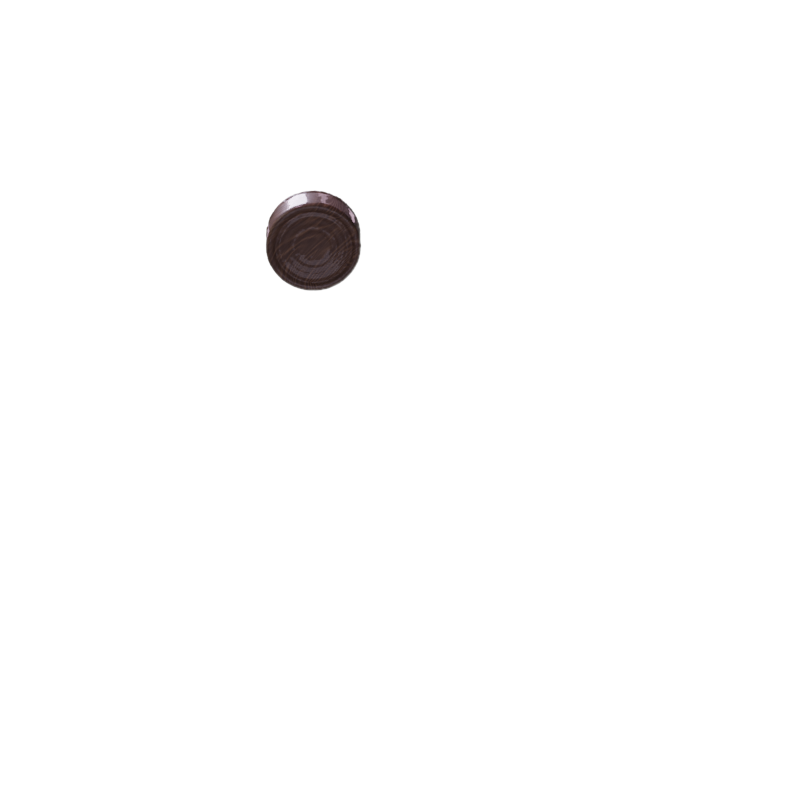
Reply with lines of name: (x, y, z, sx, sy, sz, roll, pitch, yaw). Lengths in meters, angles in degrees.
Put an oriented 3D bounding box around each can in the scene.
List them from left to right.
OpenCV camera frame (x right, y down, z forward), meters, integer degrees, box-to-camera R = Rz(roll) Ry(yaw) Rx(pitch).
can: (-0.078, -0.142, 0.993, 0.086, 0.082, 0.035, 1, 24, -1)
